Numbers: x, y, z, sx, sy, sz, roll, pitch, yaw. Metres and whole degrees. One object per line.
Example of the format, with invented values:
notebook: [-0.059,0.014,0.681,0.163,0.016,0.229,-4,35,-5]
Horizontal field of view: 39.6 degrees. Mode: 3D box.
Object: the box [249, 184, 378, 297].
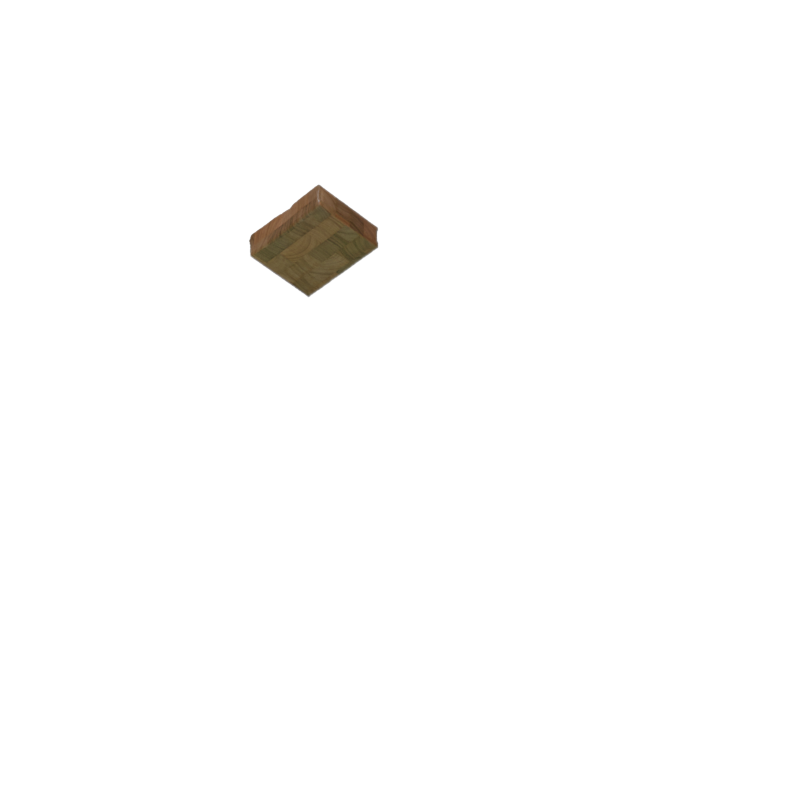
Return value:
box: [-0.075,-0.137,0.961,0.089,0.032,0.068,-32,-50,31]
